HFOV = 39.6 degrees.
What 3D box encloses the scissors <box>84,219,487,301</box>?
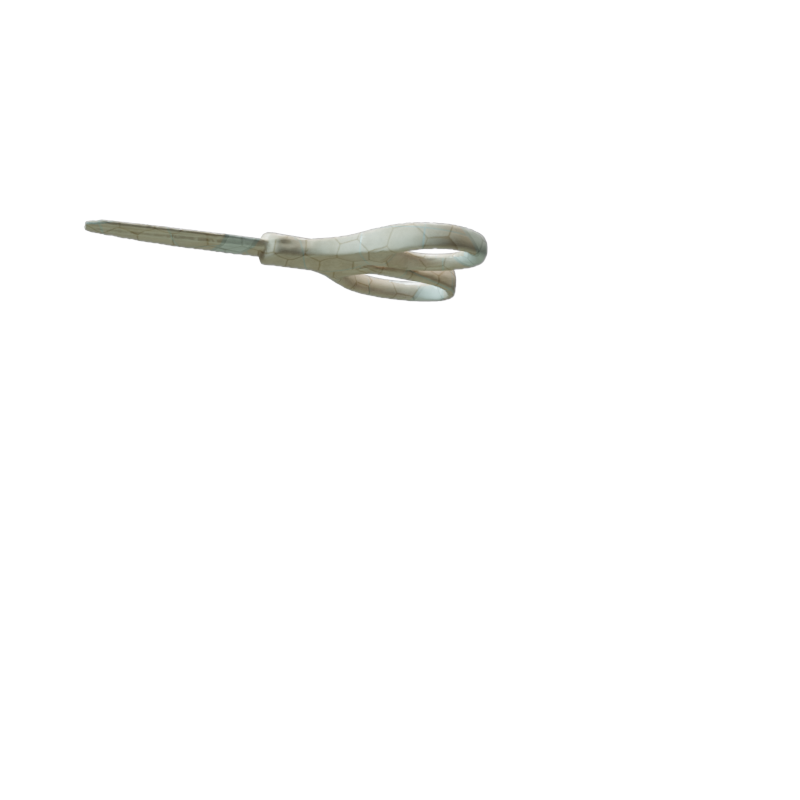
[{"bbox_3d":[-0.043,-0.078,0.545,0.192,0.016,0.097,10,-17,-35],"label":"scissors"}]
